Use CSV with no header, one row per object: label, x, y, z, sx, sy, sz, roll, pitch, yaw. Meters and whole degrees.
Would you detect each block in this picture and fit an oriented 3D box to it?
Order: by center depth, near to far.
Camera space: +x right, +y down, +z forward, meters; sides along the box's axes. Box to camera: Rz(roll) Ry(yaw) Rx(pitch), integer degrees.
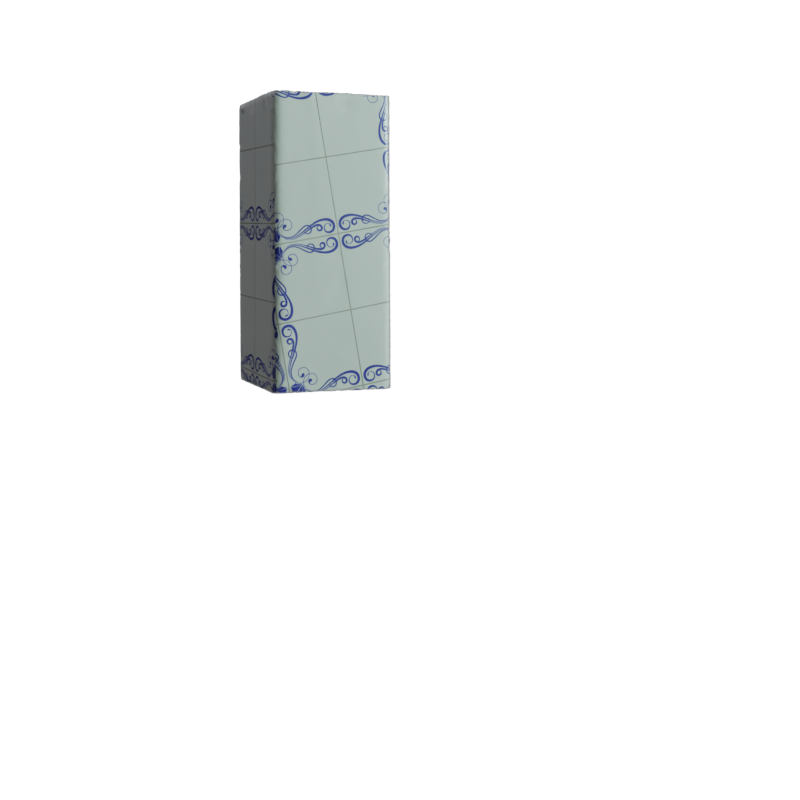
block,-0.064,-0.115,0.806,0.088,0.206,0.093,0,2,-21
